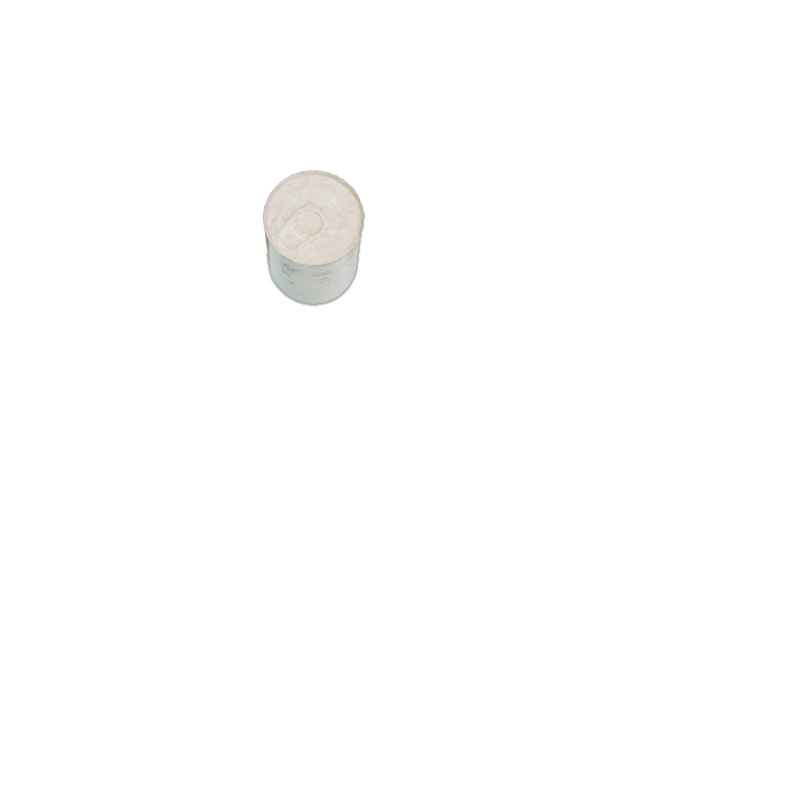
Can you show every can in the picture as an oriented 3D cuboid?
[{"bbox_3d":[-0.062,-0.113,0.790,0.068,0.071,0.098,0,-14,-3],"label":"can"}]
